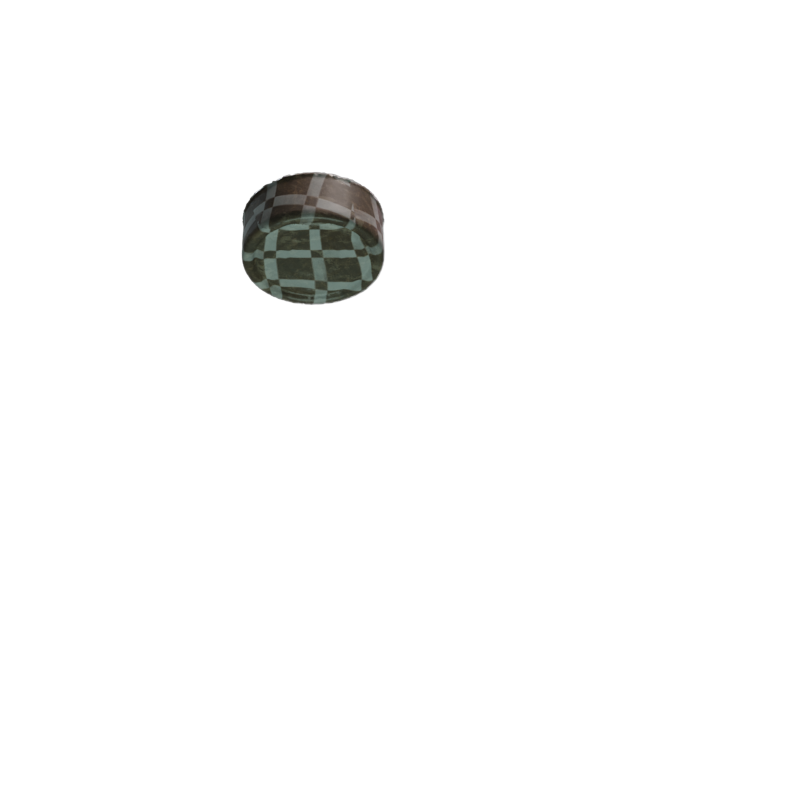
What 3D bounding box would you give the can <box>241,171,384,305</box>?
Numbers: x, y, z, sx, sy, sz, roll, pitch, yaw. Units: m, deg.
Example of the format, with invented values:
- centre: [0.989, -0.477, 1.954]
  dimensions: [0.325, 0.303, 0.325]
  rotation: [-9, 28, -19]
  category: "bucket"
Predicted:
- centre: [-0.052, -0.094, 0.659]
  dimensions: [0.086, 0.036, 0.080]
  rotation: [1, -36, -2]
  category: "can"
